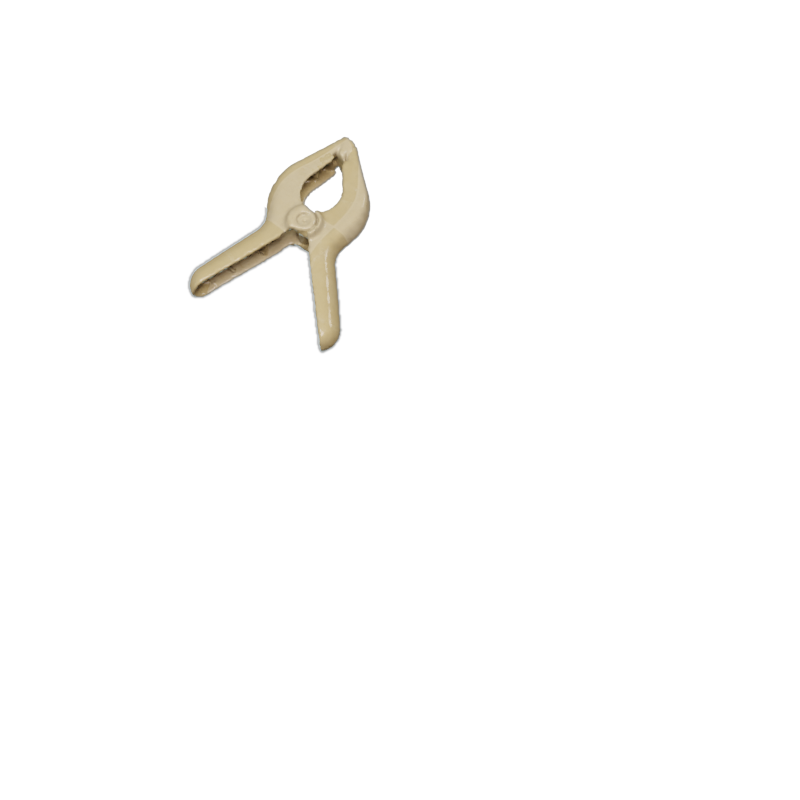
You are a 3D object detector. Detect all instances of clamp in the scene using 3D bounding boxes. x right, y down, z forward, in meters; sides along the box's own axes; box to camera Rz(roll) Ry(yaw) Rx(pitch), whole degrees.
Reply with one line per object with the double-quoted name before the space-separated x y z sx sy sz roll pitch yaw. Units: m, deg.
"clamp" -0.066 -0.120 0.841 0.123 0.175 0.037 31 -17 11
